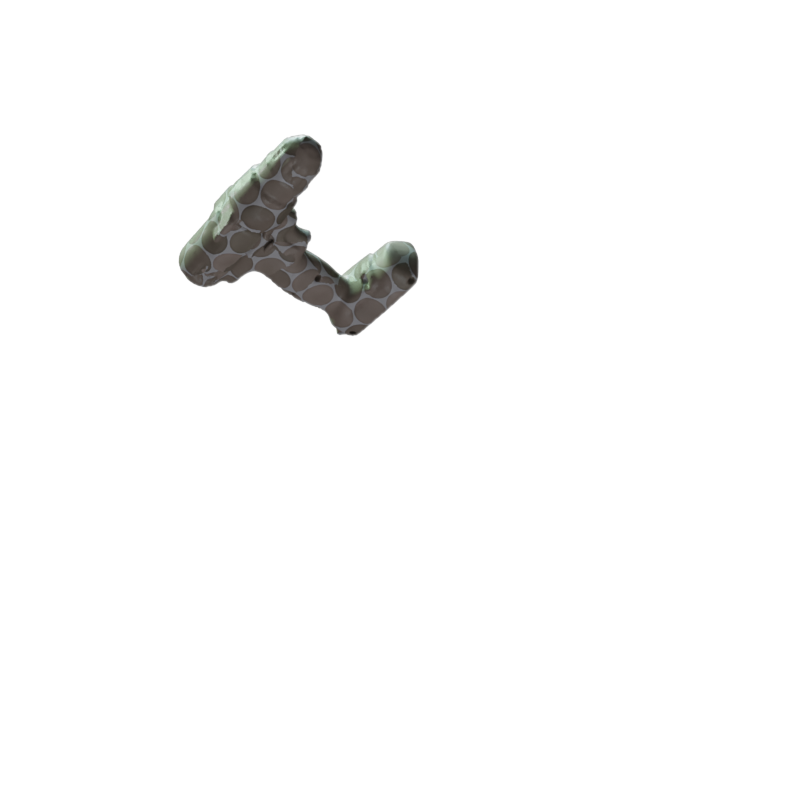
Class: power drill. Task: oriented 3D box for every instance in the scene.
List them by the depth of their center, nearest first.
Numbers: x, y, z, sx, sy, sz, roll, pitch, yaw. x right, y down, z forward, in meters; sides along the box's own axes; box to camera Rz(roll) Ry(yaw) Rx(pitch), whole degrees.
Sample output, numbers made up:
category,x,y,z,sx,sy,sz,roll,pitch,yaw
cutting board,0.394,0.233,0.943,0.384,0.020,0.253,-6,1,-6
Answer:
category,x,y,z,sx,sy,sz,roll,pitch,yaw
power drill,-0.077,-0.140,0.984,0.178,0.062,0.181,27,-47,-28
